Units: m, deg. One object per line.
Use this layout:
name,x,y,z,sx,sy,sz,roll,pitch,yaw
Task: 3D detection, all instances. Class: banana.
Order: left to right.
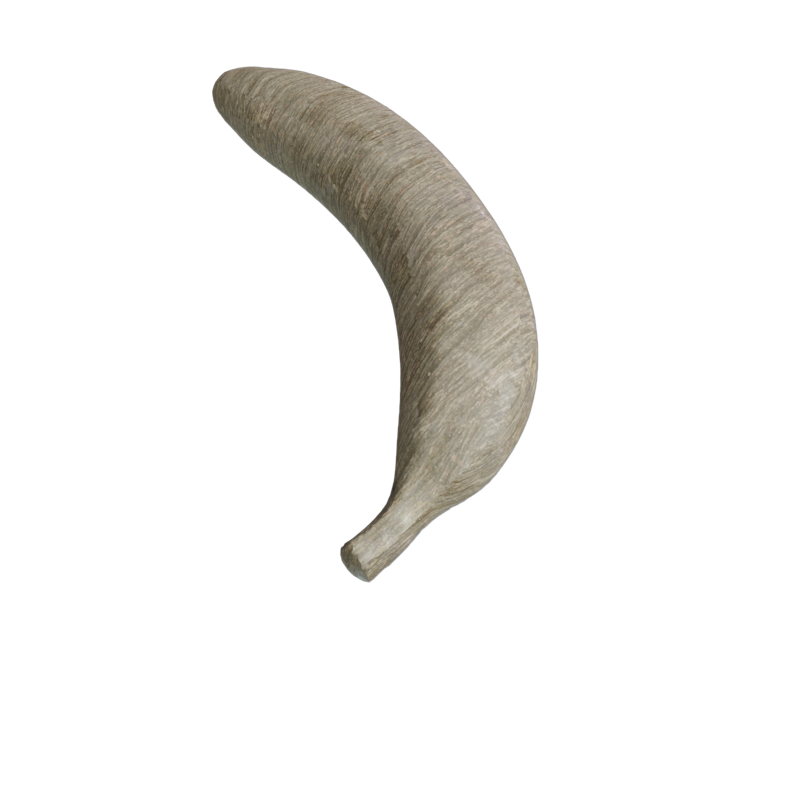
banana,-0.007,-0.047,0.325,0.069,0.214,0.034,-10,-43,-11
